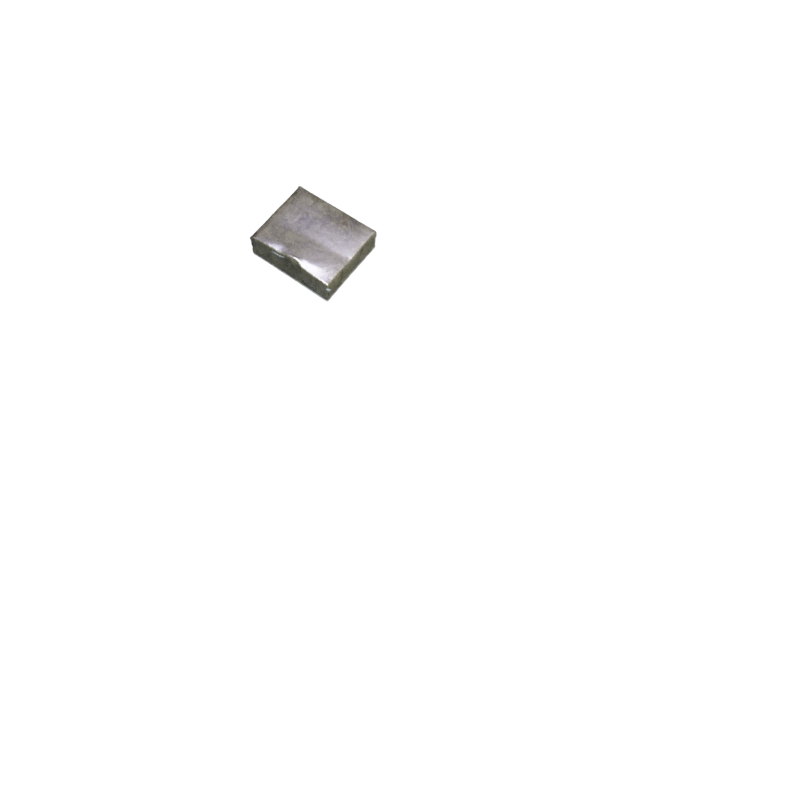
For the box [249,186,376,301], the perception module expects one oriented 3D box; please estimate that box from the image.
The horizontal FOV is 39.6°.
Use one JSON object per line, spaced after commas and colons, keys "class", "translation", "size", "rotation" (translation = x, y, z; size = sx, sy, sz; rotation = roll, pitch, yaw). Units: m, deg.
{"class": "box", "translation": [-0.078, -0.142, 0.994], "size": [0.093, 0.075, 0.028], "rotation": [33, -26, 18]}
